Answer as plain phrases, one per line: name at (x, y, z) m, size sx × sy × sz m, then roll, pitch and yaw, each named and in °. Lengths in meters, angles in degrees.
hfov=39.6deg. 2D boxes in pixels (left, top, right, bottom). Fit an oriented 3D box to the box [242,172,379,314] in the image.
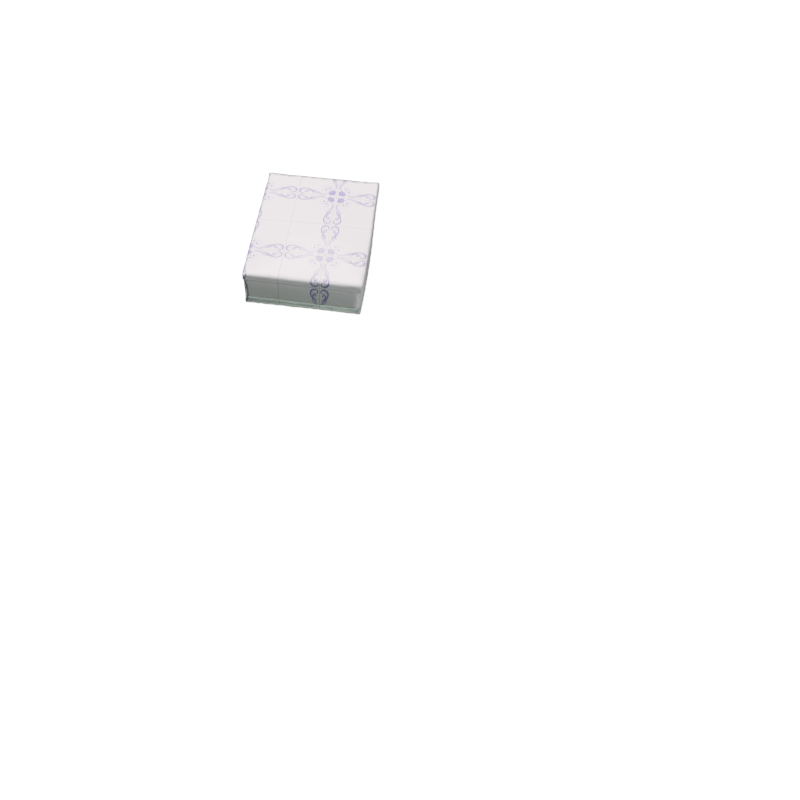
box at (-0.067, -0.122, 0.856) m, size 0.091 × 0.121 × 0.036 m, roll 6°, pitch -41°, yaw 4°
